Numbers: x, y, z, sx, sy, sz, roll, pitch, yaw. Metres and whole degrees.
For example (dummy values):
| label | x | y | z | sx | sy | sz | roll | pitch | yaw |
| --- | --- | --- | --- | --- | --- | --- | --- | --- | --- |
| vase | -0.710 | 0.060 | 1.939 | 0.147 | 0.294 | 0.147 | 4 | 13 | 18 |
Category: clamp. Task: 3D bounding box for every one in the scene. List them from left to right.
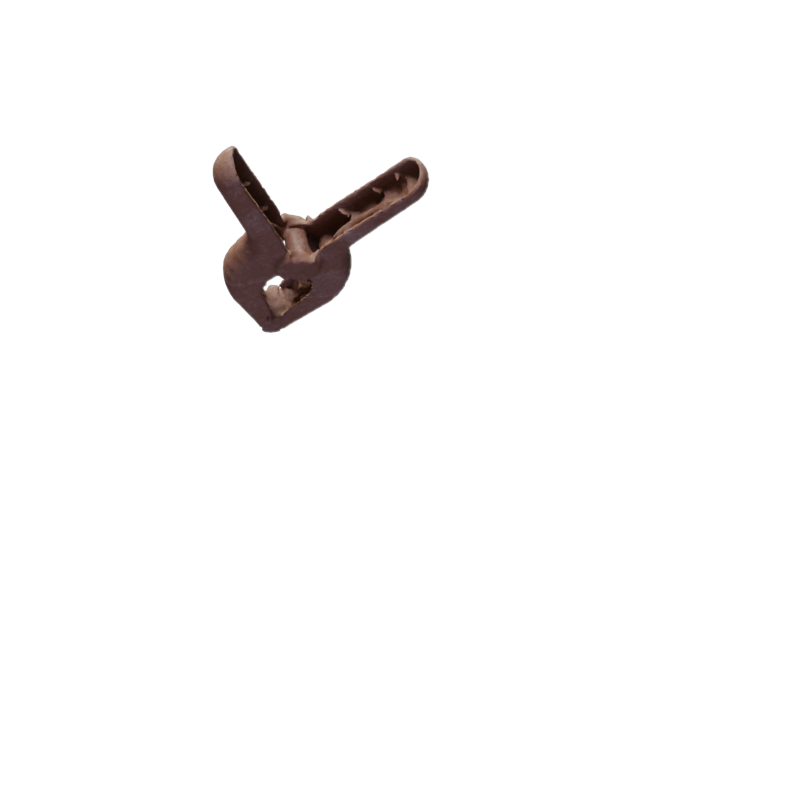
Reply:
| label | x | y | z | sx | sy | sz | roll | pitch | yaw |
| --- | --- | --- | --- | --- | --- | --- | --- | --- | --- |
| clamp | -0.052 | -0.095 | 0.662 | 0.119 | 0.042 | 0.163 | 3 | -26 | -7 |
